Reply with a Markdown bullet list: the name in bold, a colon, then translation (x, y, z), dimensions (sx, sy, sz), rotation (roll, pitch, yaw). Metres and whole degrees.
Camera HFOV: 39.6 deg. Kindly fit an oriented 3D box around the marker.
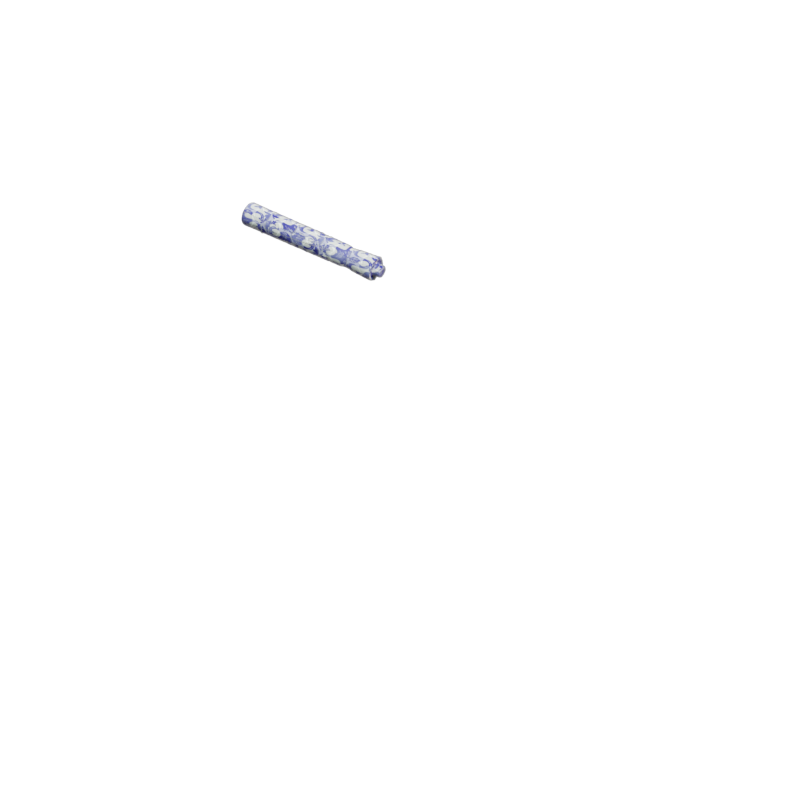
- **marker**: translation (-0.064, -0.117, 0.822), dimensions (0.127, 0.019, 0.019), rotation (26, 15, 25)
